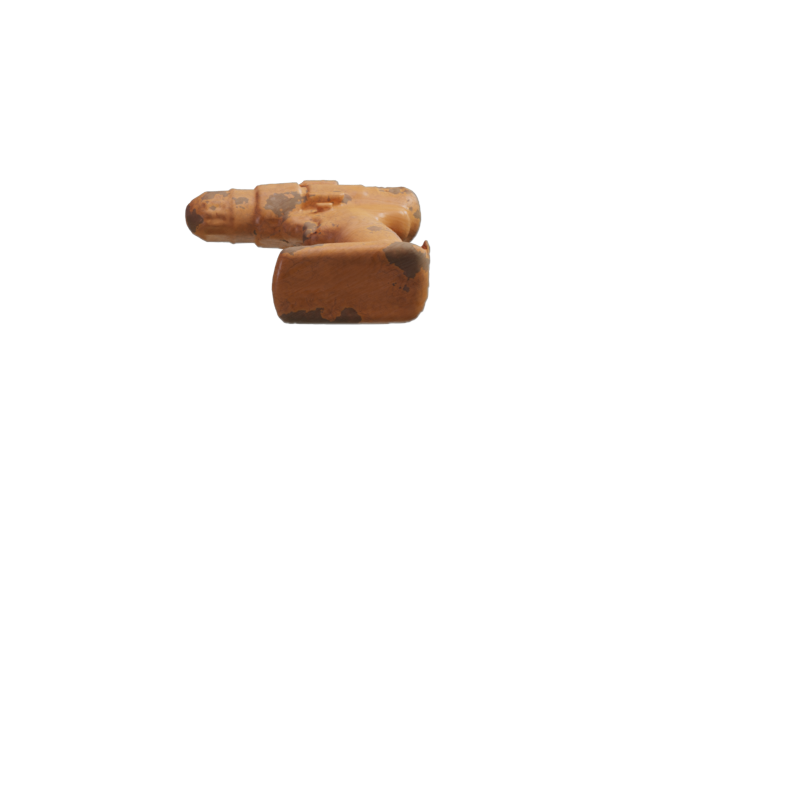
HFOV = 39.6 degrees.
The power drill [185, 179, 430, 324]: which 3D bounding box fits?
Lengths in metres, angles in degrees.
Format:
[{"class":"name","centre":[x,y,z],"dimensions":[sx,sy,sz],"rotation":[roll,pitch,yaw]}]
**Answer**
[{"class":"power drill","centre":[-0.063,-0.115,0.805],"dimensions":[0.183,0.054,0.199],"rotation":[-4,27,-8]}]
